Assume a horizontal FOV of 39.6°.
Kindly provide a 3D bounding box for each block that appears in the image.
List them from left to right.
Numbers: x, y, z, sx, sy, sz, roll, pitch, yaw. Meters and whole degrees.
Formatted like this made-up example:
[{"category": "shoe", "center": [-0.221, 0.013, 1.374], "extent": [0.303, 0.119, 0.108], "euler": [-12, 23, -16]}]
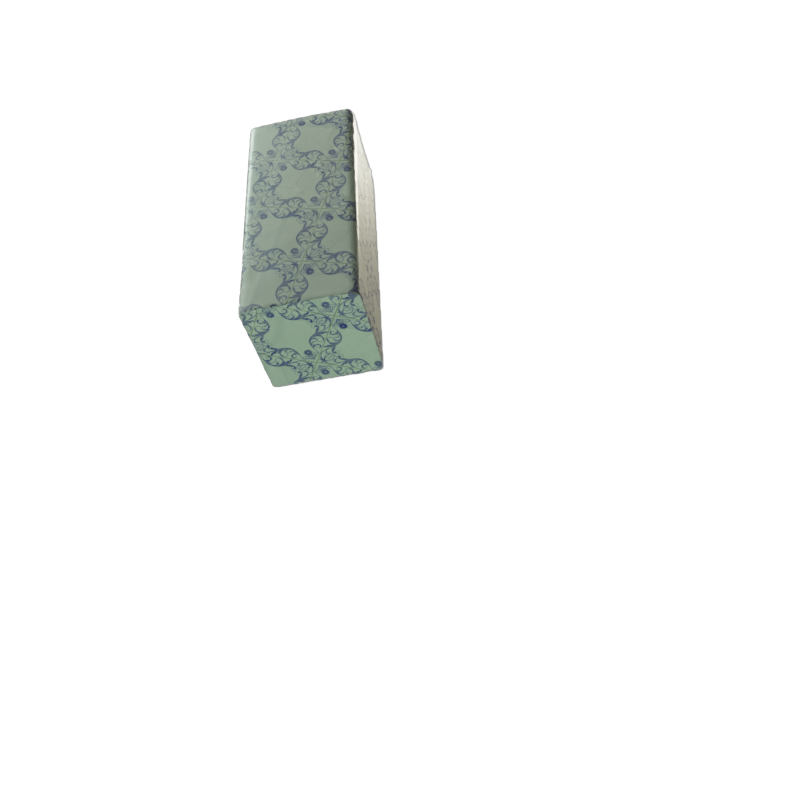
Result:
[{"category": "block", "center": [-0.068, -0.125, 0.876], "extent": [0.091, 0.221, 0.084], "euler": [-10, -42, 8]}]
